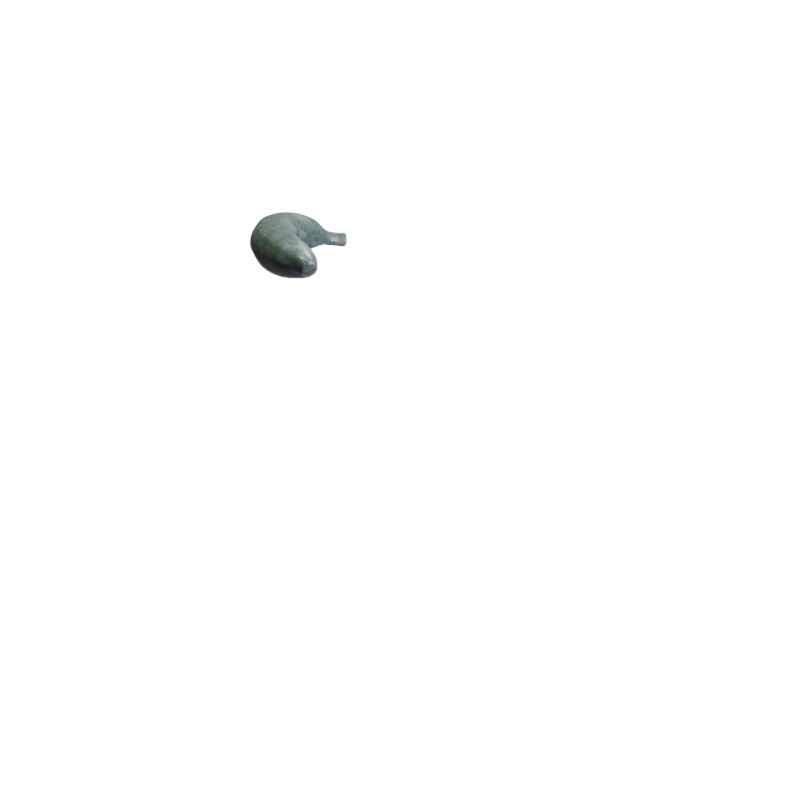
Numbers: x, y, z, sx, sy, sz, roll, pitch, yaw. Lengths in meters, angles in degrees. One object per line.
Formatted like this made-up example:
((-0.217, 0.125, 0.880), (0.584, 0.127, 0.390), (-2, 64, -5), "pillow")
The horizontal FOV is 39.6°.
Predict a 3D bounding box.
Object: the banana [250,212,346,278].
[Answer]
((-0.088, -0.130, 0.902), (0.070, 0.036, 0.202), (1, 16, 5), "banana")
